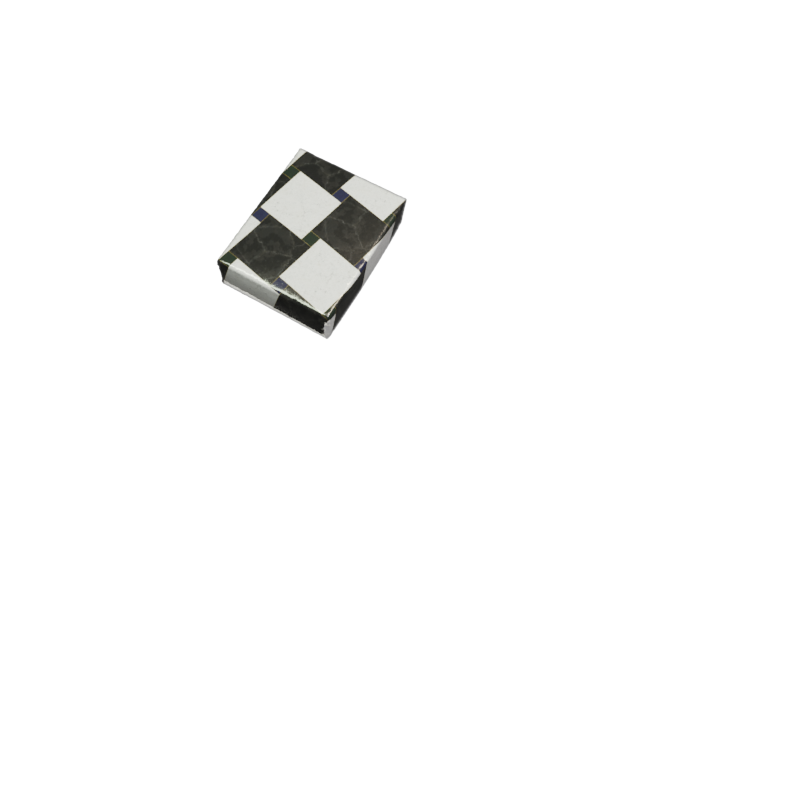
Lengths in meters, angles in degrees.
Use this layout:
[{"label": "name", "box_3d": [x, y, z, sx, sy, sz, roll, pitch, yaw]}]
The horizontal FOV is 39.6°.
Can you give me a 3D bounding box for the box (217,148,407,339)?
[{"label": "box", "box_3d": [-0.061, -0.112, 0.782, 0.093, 0.117, 0.037, 26, -26, 13]}]
